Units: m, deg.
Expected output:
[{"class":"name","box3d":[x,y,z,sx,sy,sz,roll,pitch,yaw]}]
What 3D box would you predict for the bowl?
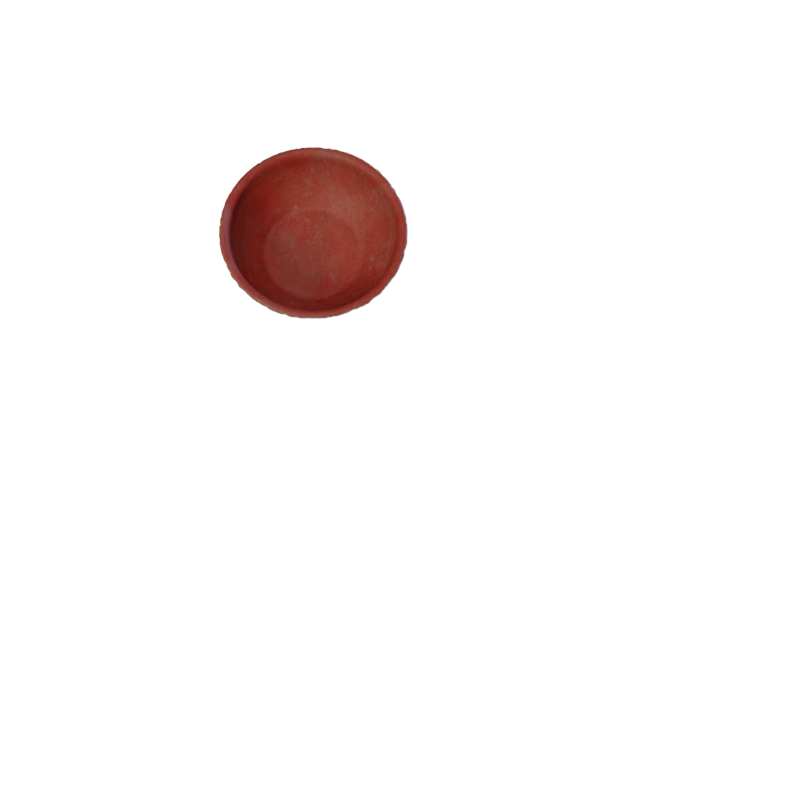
[{"class":"bowl","box3d":[-0.076,-0.139,0.972,0.162,0.170,0.052,-1,-22,-1]}]
